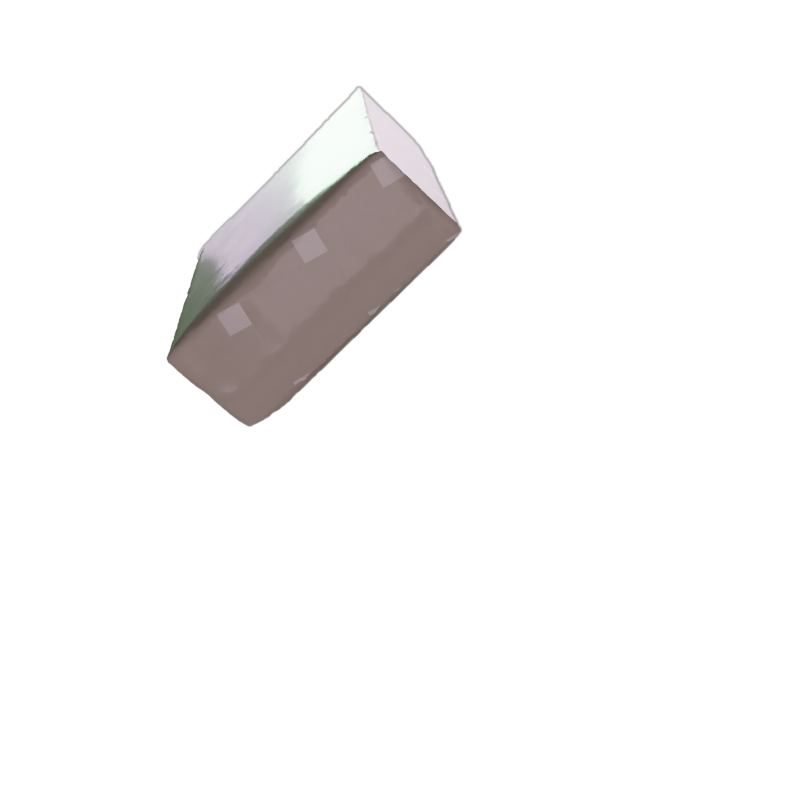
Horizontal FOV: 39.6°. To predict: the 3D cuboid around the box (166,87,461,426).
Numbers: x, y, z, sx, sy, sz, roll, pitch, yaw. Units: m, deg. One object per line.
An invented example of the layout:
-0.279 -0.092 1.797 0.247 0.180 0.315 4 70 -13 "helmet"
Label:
-0.053 -0.098 0.683 0.069 0.163 0.224 43 13 -19 "box"
